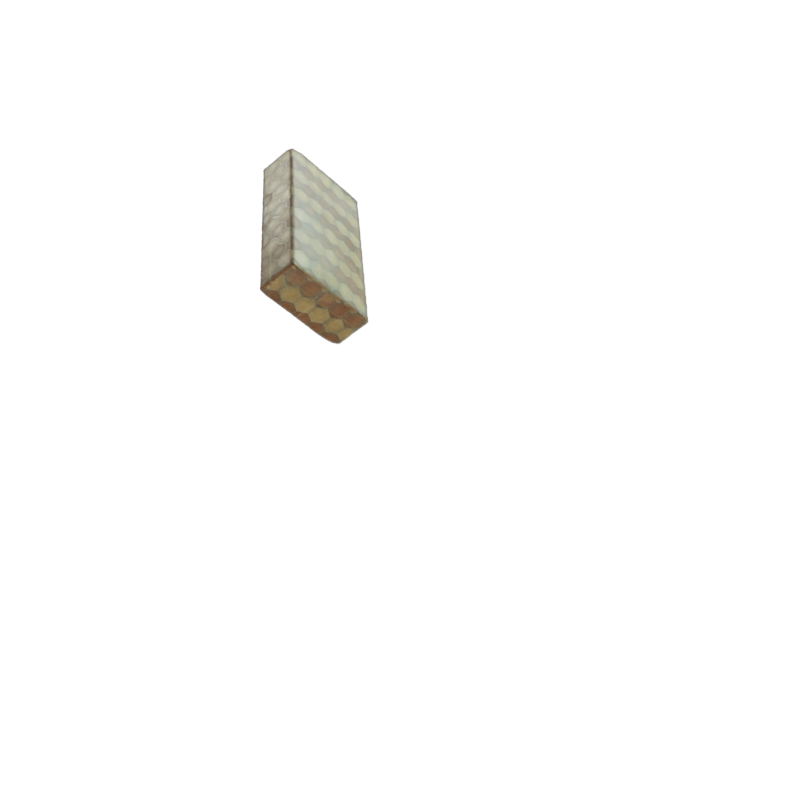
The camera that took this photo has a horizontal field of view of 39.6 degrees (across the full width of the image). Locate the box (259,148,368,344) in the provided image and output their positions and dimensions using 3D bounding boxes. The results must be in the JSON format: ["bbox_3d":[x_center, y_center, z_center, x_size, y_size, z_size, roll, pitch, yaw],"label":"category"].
[{"bbox_3d":[-0.076,-0.140,0.976,0.048,0.189,0.088,-36,-54,27],"label":"box"}]
